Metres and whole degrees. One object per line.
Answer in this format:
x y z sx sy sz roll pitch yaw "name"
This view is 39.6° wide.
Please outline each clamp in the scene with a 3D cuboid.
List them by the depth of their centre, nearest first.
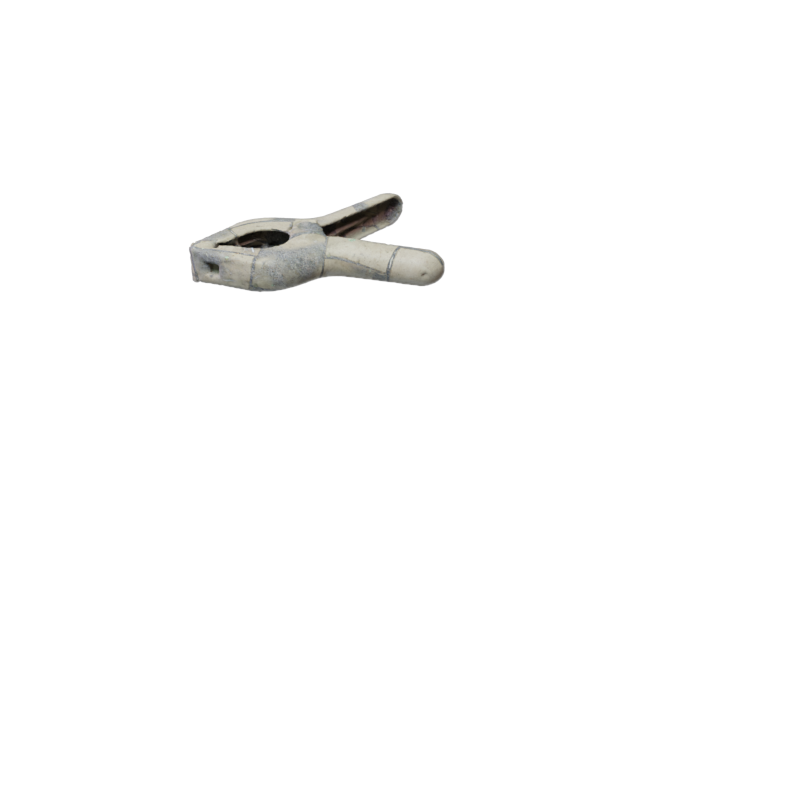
-0.061 -0.112 0.784 0.171 0.037 0.127 -2 26 -3 "clamp"
